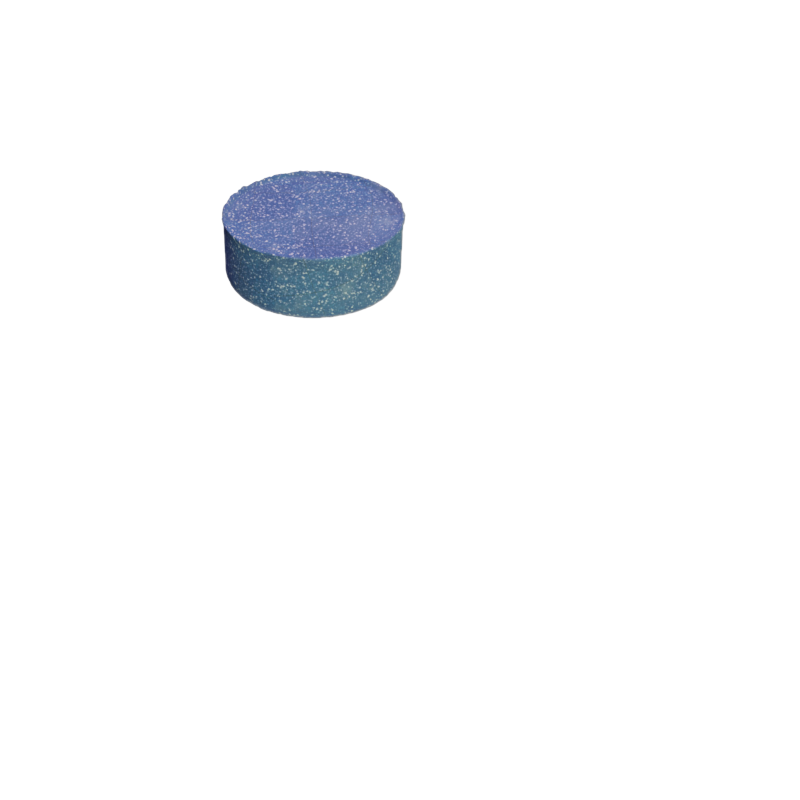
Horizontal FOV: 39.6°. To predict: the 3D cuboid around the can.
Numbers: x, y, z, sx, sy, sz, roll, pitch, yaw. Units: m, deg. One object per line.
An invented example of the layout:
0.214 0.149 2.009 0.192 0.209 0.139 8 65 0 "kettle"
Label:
-0.041 -0.075 0.527 0.086 0.031 0.092 -1 36 -2 "can"
